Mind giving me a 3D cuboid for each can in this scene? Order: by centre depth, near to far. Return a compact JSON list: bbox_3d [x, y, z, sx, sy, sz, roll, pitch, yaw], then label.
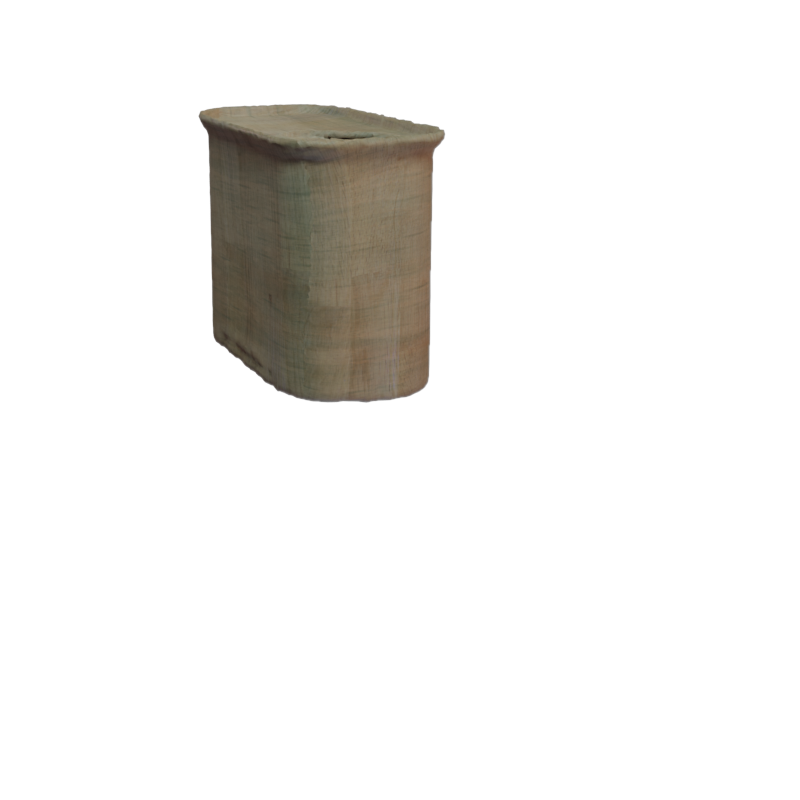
[{"bbox_3d":[-0.029,-0.054,0.376,0.056,0.081,0.108,-7,19,-26],"label":"can"}]
